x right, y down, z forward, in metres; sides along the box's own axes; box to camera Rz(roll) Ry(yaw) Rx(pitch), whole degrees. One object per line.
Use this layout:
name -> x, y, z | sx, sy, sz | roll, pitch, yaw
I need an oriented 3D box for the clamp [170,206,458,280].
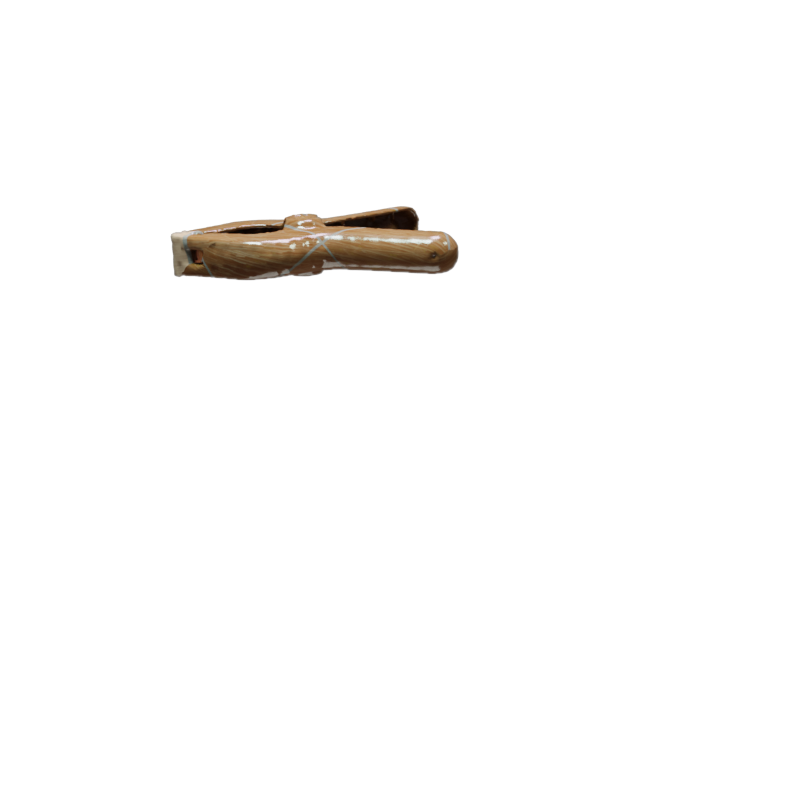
clamp -> -0.054, -0.099, 0.696 | 0.172, 0.038, 0.123 | 0, 12, 0
